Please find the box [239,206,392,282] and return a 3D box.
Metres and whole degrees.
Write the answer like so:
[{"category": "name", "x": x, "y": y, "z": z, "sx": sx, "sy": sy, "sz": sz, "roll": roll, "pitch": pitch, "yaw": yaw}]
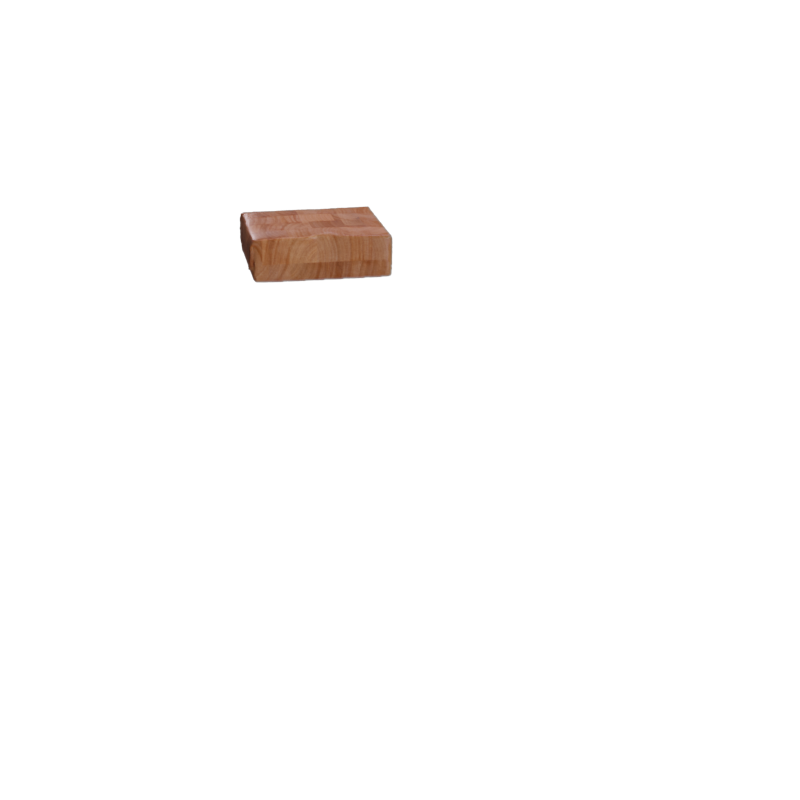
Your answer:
[{"category": "box", "x": -0.056, "y": -0.101, "z": 0.708, "sx": 0.088, "sy": 0.029, "sz": 0.077, "roll": -4, "pitch": 23, "yaw": -10}]
